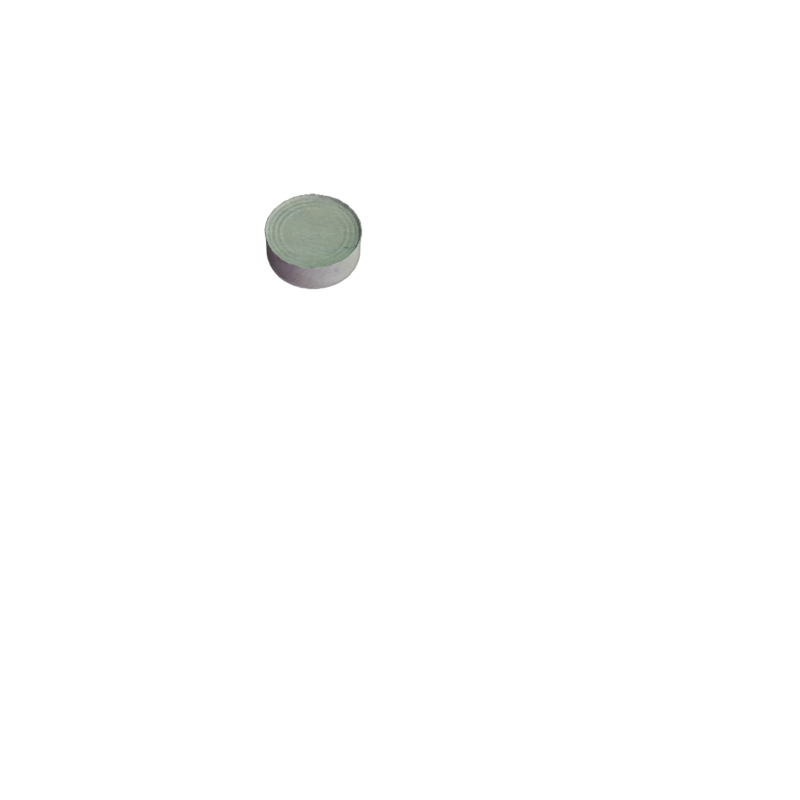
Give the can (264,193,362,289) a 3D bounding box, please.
[{"bbox_3d":[-0.077,-0.141,0.985,0.086,0.092,0.031,-1,-36,-1],"label":"can"}]
